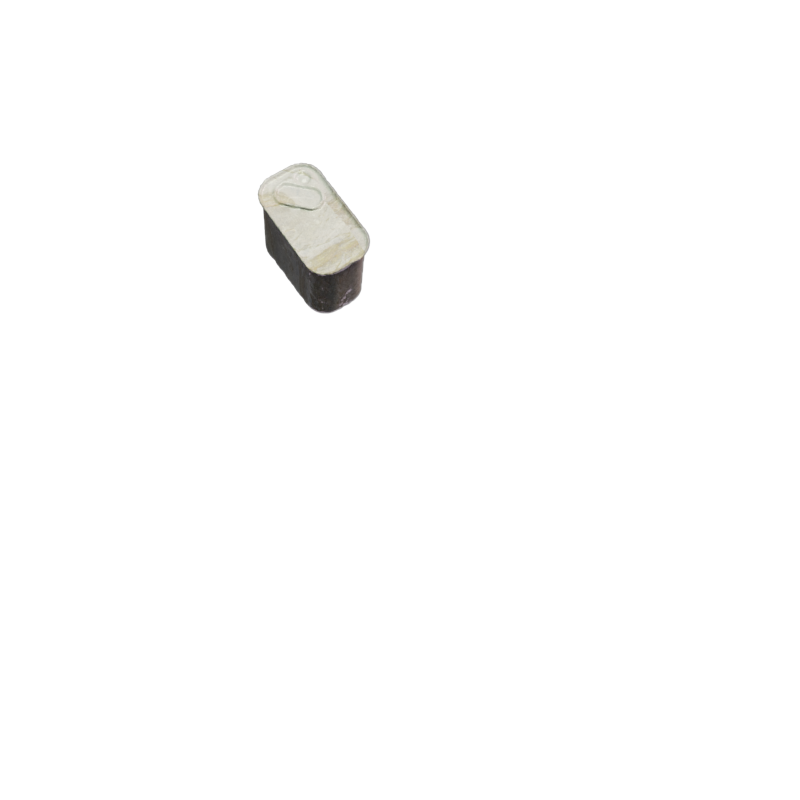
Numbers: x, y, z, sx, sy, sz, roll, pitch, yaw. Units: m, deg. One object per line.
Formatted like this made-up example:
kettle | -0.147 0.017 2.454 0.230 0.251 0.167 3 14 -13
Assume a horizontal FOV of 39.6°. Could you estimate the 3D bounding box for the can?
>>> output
can | -0.072 -0.130 0.913 0.057 0.108 0.079 -31 -21 -15
